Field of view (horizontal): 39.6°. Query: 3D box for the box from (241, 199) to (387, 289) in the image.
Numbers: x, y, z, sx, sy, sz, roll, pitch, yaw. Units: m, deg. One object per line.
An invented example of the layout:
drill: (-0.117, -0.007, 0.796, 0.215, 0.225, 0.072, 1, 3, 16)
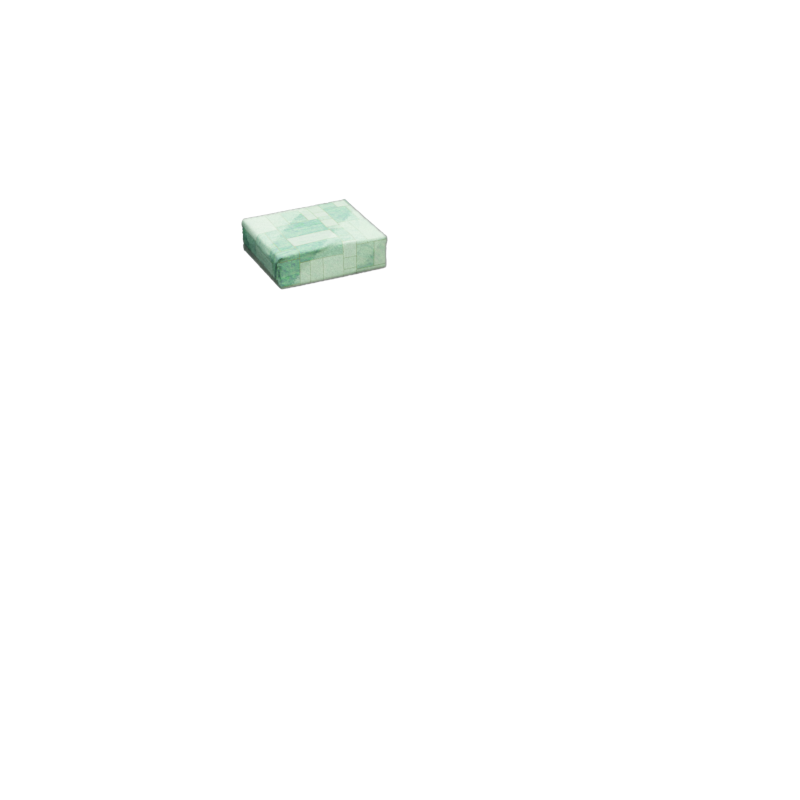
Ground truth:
box: (-0.065, -0.118, 0.826, 0.088, 0.028, 0.079, -14, 34, -22)
